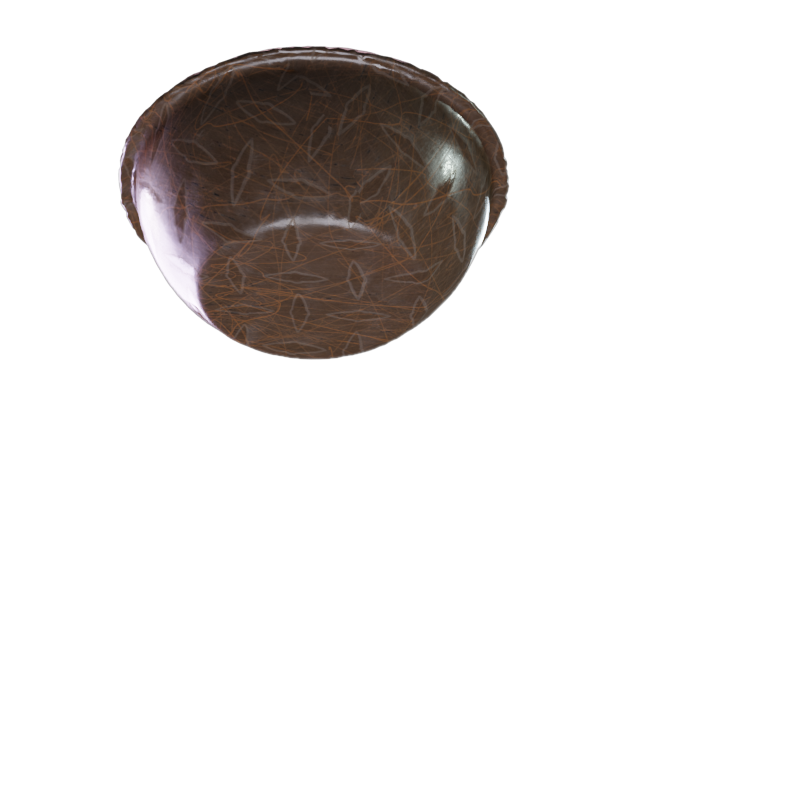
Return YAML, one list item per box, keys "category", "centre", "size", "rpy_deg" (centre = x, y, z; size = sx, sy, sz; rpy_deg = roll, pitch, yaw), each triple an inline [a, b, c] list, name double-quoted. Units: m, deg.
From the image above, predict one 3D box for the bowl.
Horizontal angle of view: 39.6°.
- category: "bowl"
  centre: [-0.035, -0.064, 0.447]
  size: [0.162, 0.059, 0.151]
  rpy_deg: [1, -34, -2]
